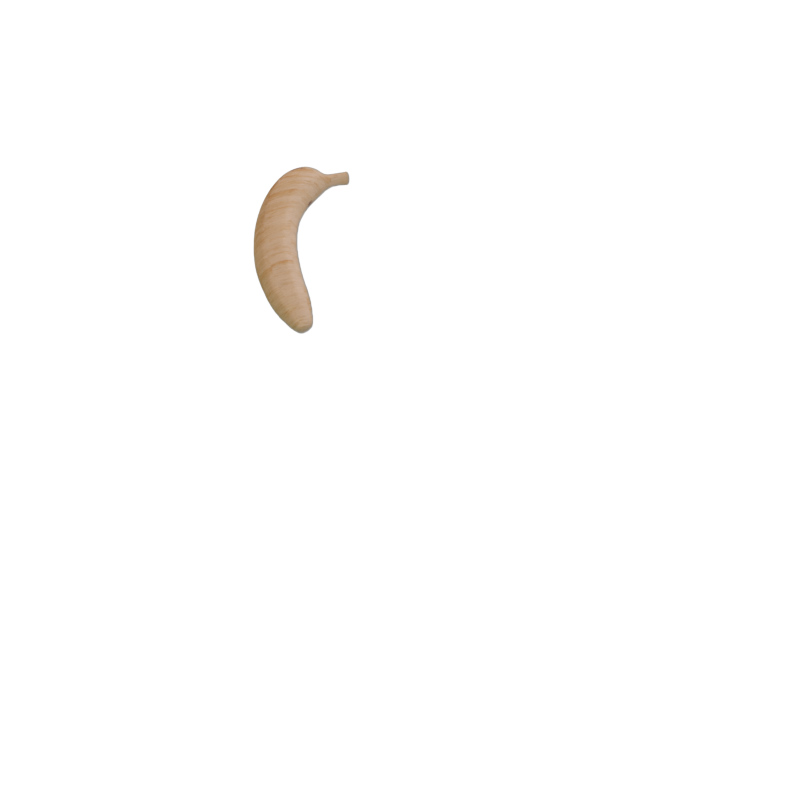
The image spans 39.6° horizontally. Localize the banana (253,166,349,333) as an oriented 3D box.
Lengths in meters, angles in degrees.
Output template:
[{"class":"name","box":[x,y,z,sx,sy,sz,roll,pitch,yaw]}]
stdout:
[{"class":"banana","box":[-0.092,-0.141,0.954,0.070,0.210,0.034,6,-40,5]}]
